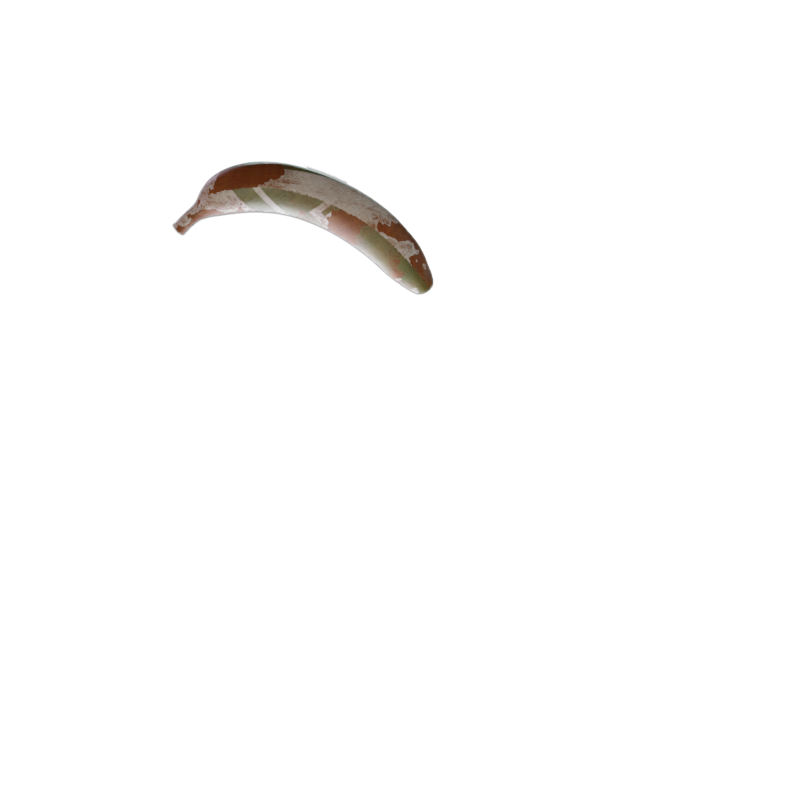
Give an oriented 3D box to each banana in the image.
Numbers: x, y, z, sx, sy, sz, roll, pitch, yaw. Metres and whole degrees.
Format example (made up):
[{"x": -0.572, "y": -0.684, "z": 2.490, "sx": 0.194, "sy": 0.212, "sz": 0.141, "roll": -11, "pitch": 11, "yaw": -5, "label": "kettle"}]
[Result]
[{"x": -0.062, "y": -0.133, "z": 0.810, "sx": 0.195, "sy": 0.067, "sz": 0.039, "roll": 14, "pitch": 27, "yaw": -8, "label": "banana"}]
